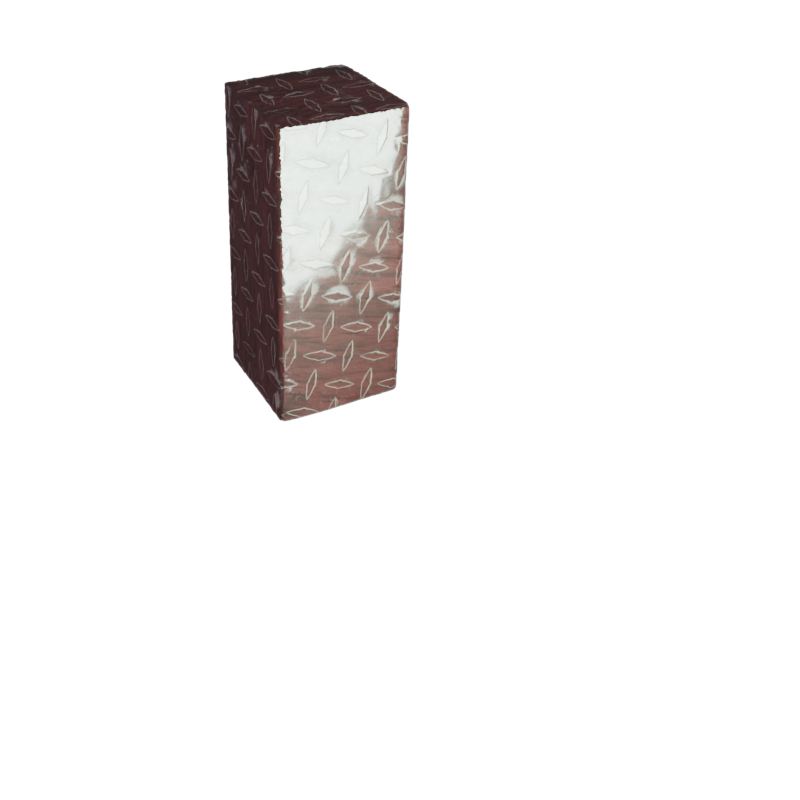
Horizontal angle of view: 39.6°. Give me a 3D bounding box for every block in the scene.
[{"bbox_3d":[-0.056,-0.104,0.730,0.089,0.194,0.098,-13,33,-25],"label":"block"}]
